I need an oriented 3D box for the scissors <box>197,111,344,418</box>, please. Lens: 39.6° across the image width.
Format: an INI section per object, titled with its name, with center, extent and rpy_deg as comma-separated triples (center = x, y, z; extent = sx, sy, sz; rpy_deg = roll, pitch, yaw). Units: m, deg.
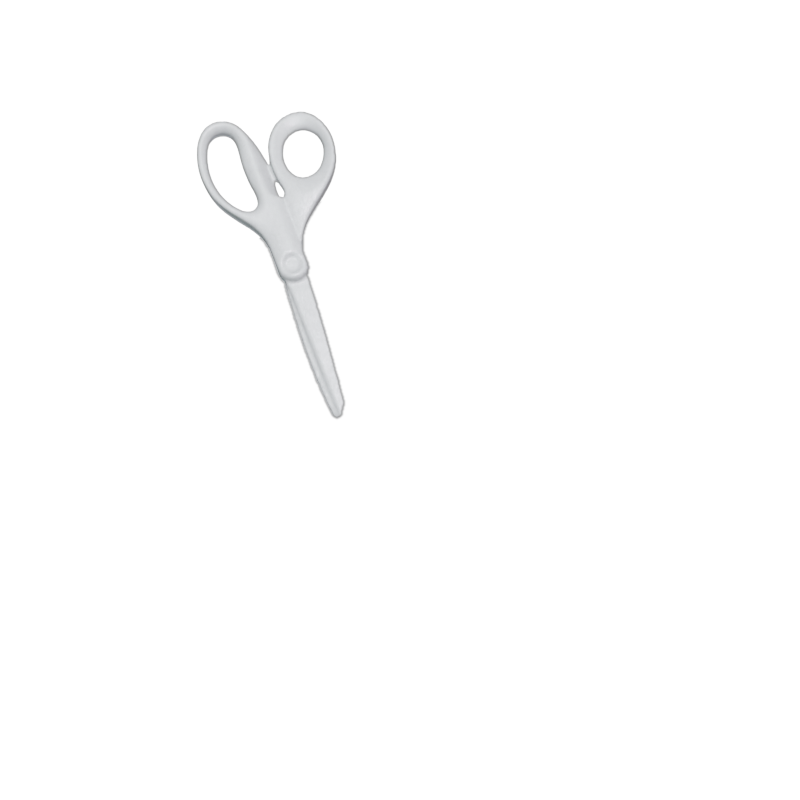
[scissors]
center = -0.054, -0.098, 0.687
extent = 0.096, 0.210, 0.015
rpy_deg = -31, -16, -10
